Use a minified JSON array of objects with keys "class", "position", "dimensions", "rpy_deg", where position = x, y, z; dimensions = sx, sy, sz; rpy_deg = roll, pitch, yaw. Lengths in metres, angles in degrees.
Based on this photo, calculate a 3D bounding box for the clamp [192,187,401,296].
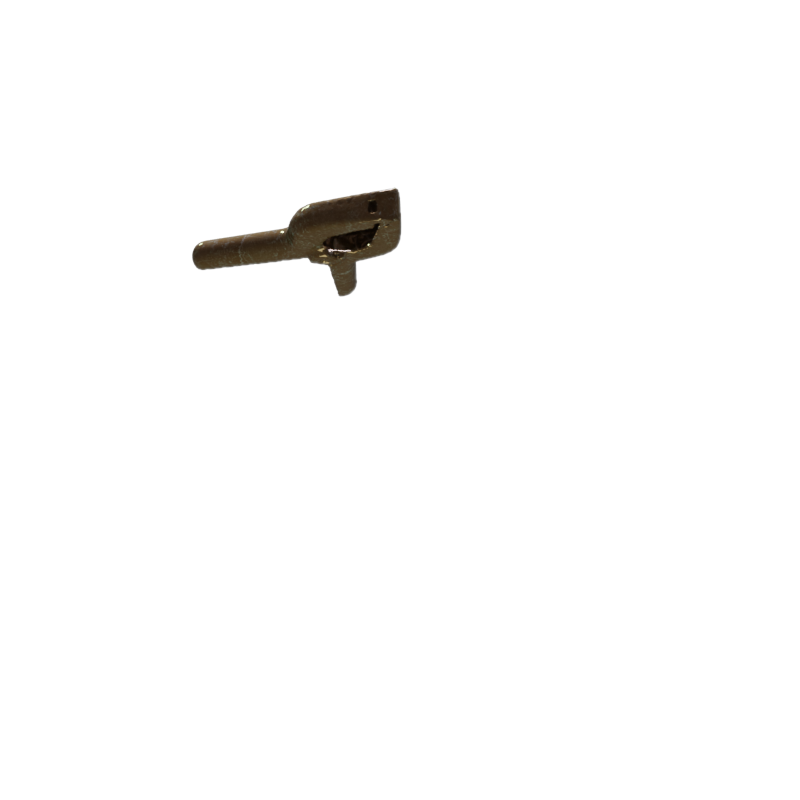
[{"class":"clamp","position":[-0.073,-0.134,0.938],"dimensions":[0.159,0.038,0.210],"rpy_deg":[6,-14,-26]}]
